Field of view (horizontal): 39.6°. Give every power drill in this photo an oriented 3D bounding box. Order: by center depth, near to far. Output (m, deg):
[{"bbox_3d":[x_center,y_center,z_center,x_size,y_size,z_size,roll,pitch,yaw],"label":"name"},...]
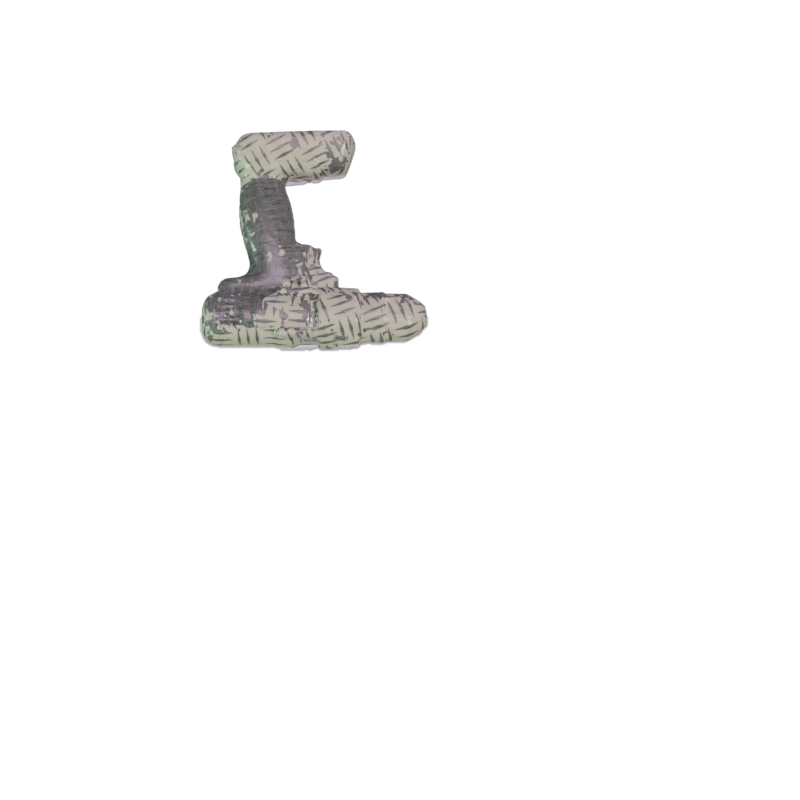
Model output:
[{"bbox_3d":[-0.073,-0.133,0.930,0.184,0.197,0.055,-1,-21,-1],"label":"power drill"}]
